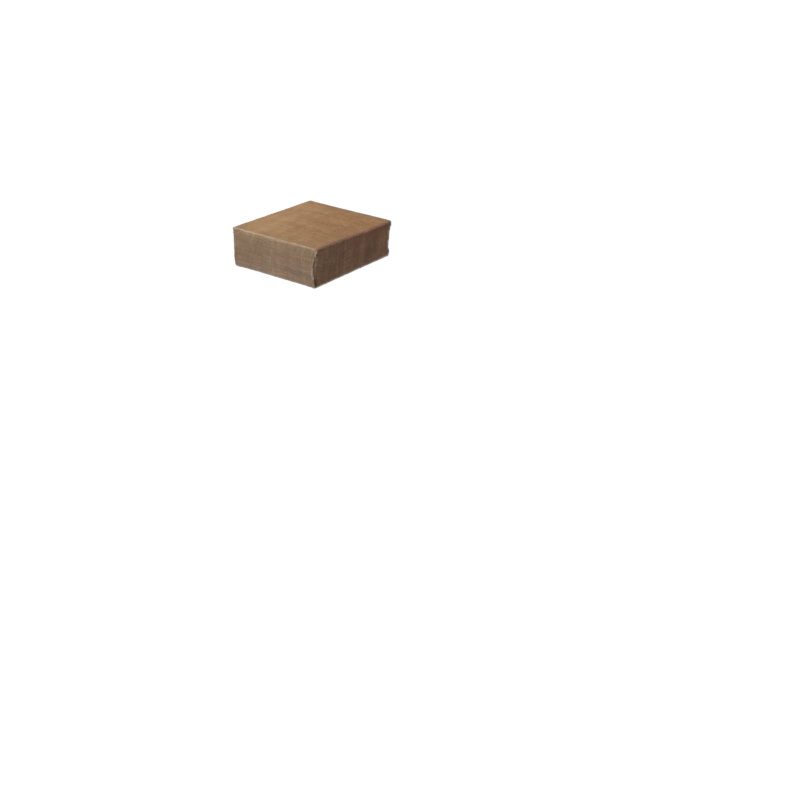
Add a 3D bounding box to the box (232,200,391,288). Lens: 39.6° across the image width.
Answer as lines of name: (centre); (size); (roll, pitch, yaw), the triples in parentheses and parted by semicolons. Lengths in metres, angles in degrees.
box: (-0.075, -0.136, 0.953); (0.094, 0.037, 0.113); (17, 30, 30)
